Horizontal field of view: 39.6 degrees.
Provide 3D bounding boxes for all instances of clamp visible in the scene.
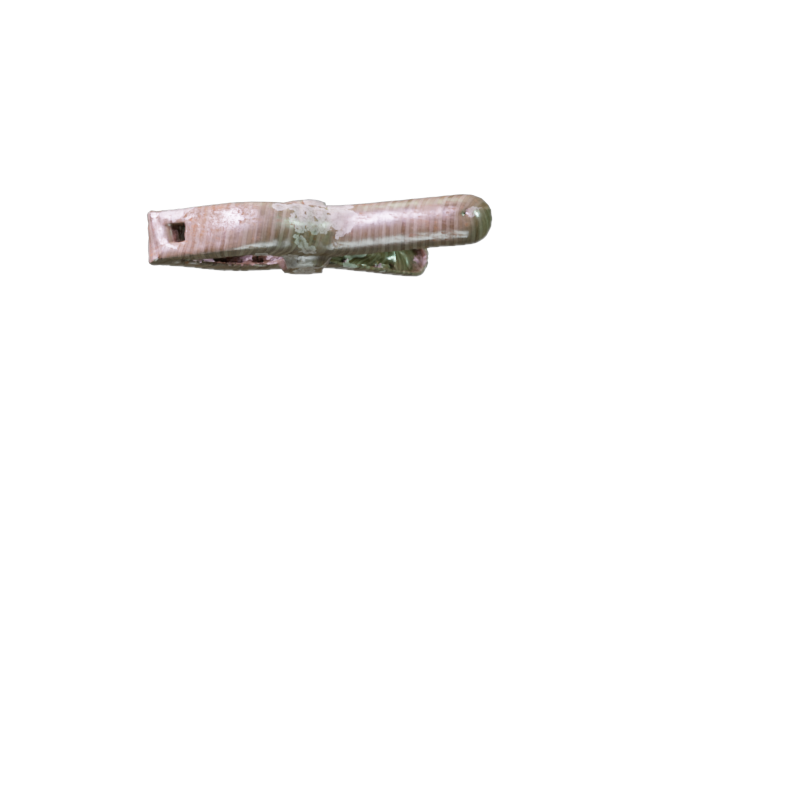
[{"bbox_3d":[-0.046,-0.084,0.591,0.171,0.040,0.117,1,-10,-4],"label":"clamp"}]
